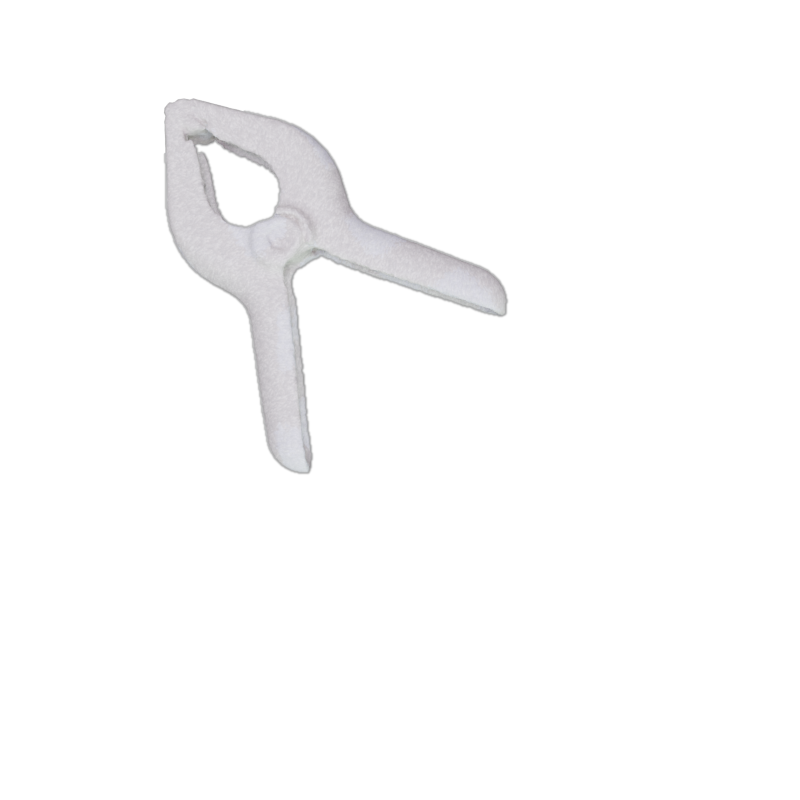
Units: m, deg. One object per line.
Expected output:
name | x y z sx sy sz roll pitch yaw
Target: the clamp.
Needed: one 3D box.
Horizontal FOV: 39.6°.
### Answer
clamp | -0.038 -0.070 0.487 0.120 0.176 0.038 -29 -10 -6
